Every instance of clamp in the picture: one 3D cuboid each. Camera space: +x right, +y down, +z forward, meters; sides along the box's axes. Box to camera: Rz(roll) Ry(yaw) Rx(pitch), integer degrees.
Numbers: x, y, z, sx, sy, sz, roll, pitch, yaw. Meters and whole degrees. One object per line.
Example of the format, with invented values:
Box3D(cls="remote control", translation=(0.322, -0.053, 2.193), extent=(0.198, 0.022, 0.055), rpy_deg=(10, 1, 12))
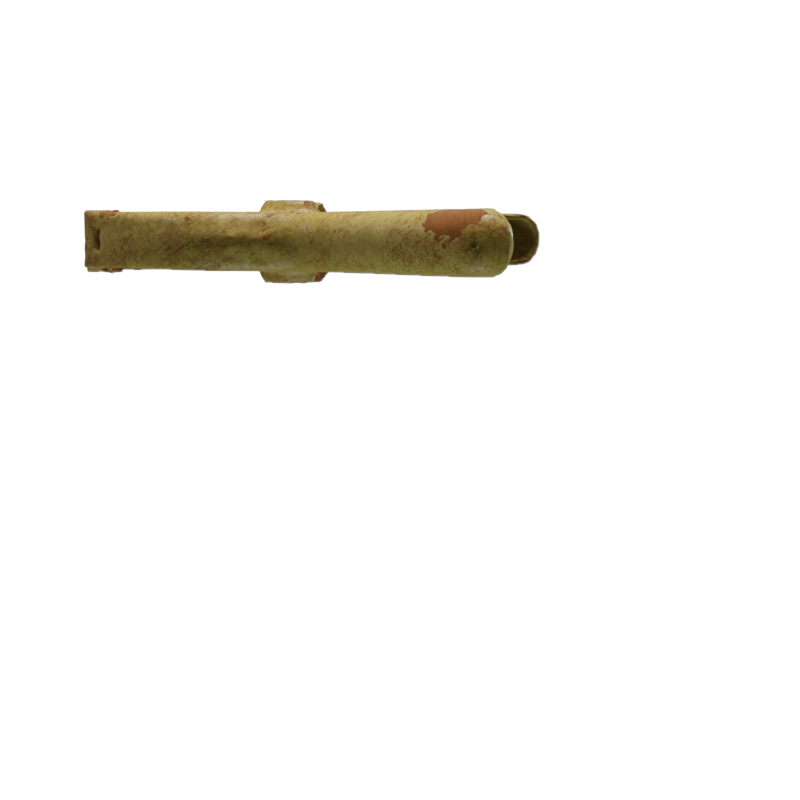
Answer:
Box3D(cls="clamp", translation=(-0.039, -0.071, 0.496), extent=(0.216, 0.036, 0.162), rpy_deg=(3, 8, 20))
